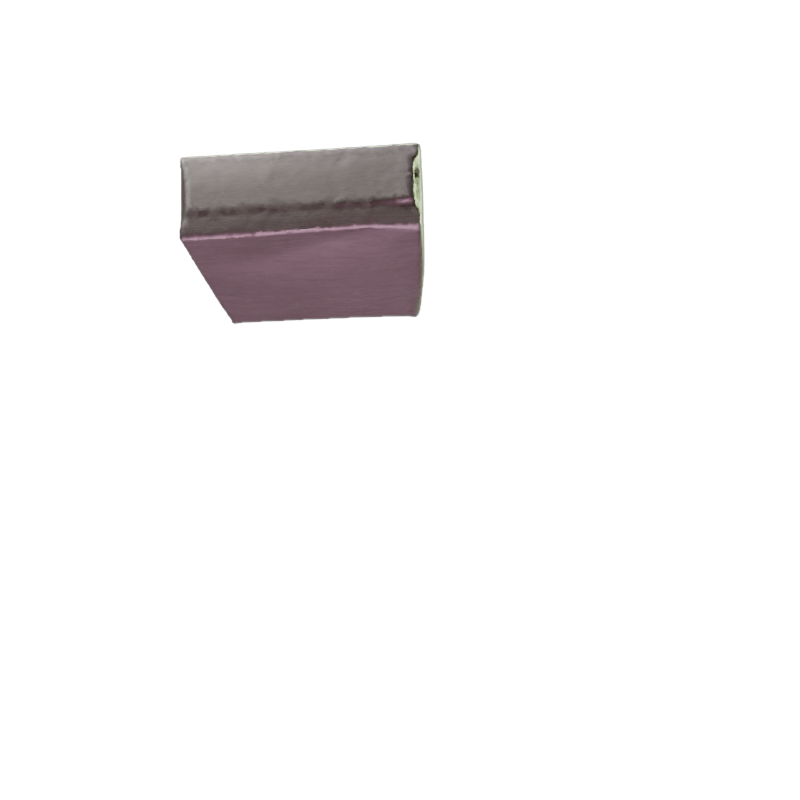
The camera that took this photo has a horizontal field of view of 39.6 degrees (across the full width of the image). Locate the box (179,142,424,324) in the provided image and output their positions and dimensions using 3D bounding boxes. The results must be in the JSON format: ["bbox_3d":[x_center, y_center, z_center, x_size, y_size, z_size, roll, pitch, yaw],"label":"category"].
[{"bbox_3d":[-0.035,-0.065,0.452,0.090,0.041,0.108,-1,-16,3],"label":"box"}]
